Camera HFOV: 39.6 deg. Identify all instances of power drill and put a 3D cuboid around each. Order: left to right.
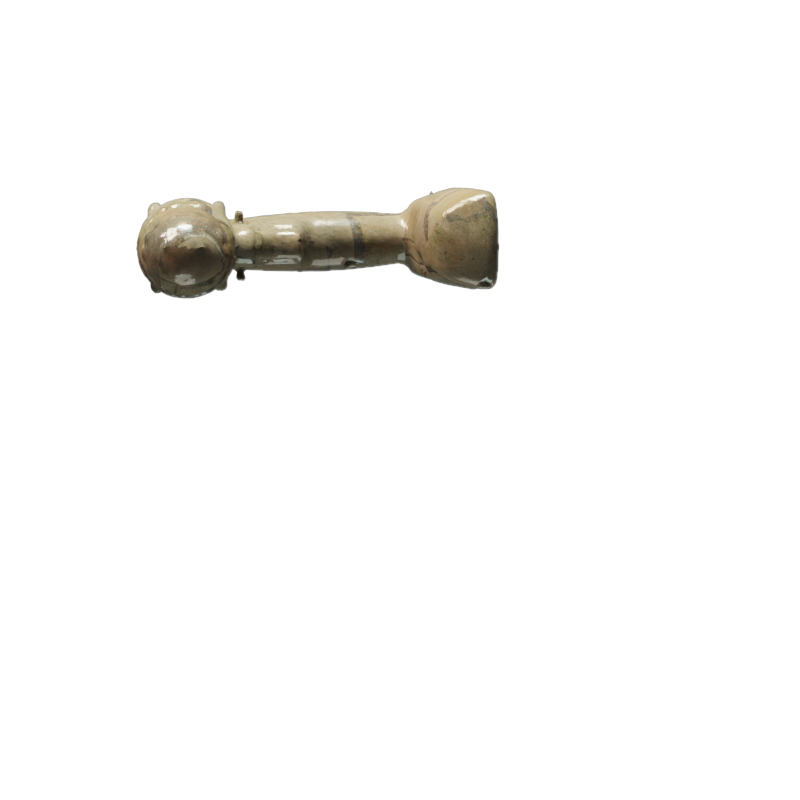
[{"bbox_3d":[-0.047,-0.085,0.597,0.186,0.056,0.189,-1,11,-8],"label":"power drill"}]
